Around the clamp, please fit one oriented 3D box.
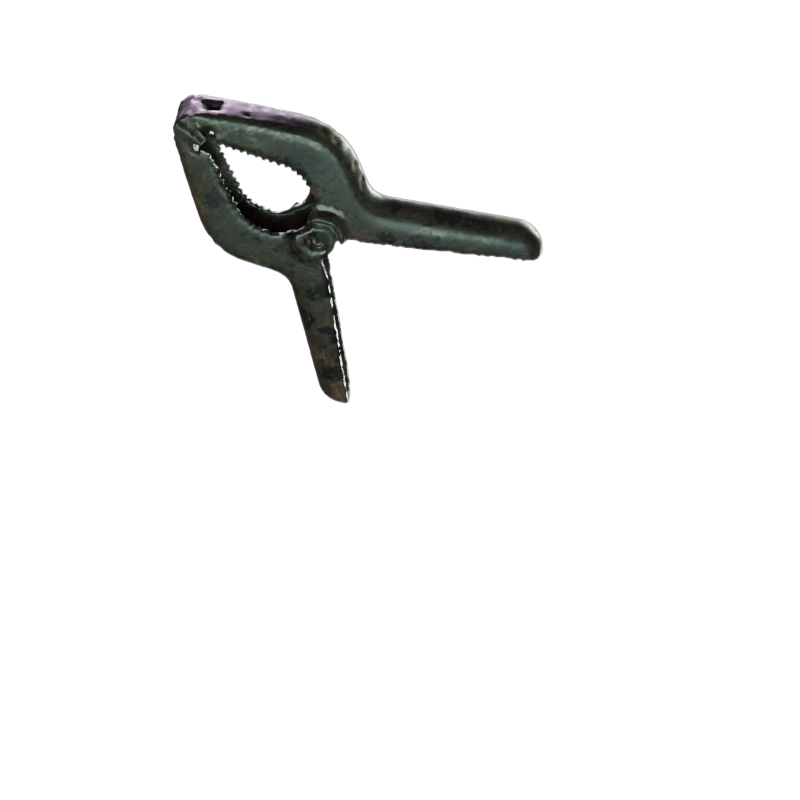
[{"bbox_3d":[-0.049,-0.089,0.623,0.201,0.161,0.039,33,29,-21],"label":"clamp"}]
